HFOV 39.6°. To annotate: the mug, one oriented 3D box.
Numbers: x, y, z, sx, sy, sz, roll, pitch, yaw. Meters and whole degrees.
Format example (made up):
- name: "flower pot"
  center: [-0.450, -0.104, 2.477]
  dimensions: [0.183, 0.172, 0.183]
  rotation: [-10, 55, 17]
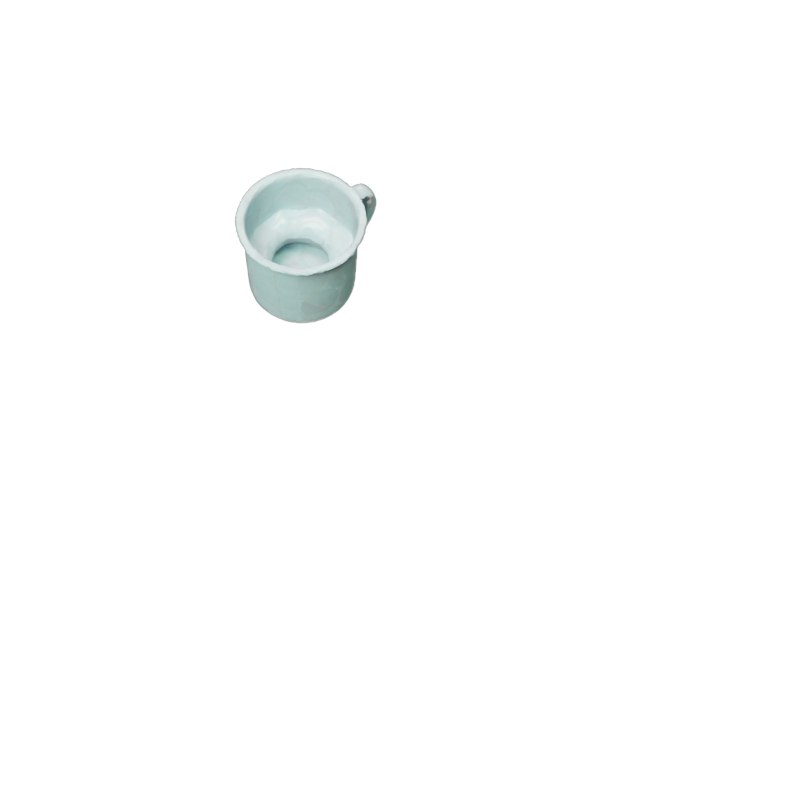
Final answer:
- name: "mug"
  center: [-0.064, -0.117, 0.819]
  dimensions: [0.118, 0.098, 0.076]
  rotation: [-40, -22, -22]
